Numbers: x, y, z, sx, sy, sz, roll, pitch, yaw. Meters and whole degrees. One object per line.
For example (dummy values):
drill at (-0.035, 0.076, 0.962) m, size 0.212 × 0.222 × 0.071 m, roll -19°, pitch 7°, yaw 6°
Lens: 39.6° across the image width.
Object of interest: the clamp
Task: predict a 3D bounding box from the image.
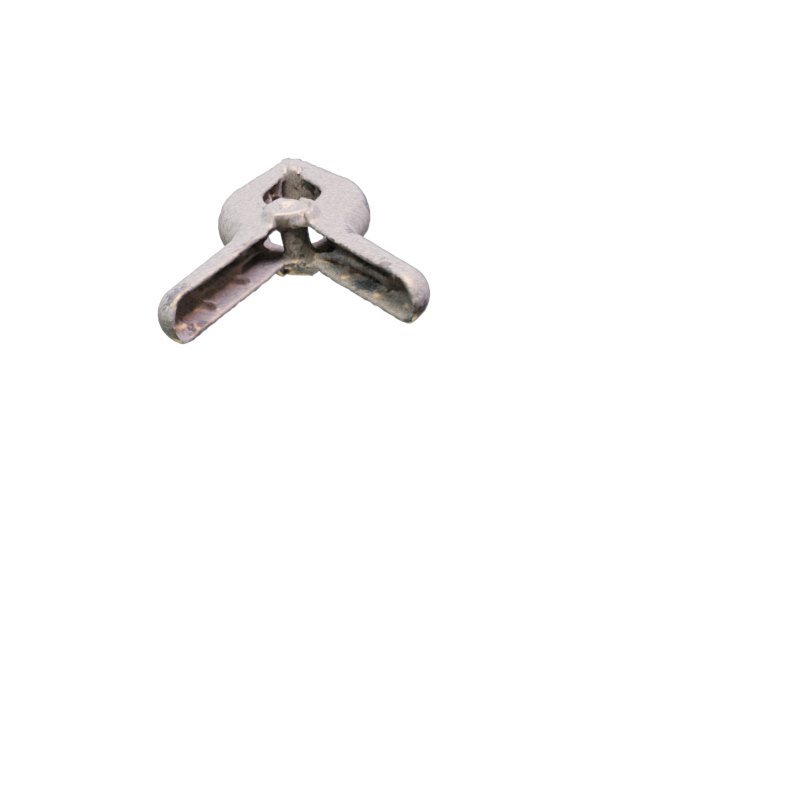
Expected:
clamp at (-0.043, -0.079, 0.552) m, size 0.121 × 0.037 × 0.181 m, roll 3°, pitch 34°, yaw 4°
